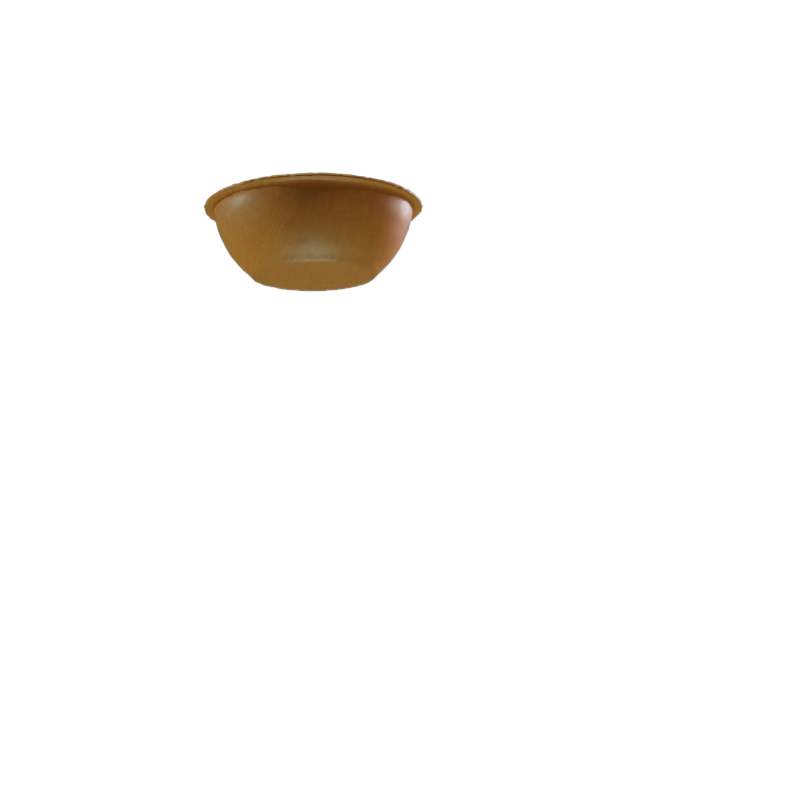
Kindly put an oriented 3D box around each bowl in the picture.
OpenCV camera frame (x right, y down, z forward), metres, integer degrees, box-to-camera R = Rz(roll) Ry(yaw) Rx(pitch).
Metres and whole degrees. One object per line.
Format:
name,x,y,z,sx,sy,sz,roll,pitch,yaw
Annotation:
bowl,-0.064,-0.117,0.818,0.162,0.057,0.158,0,-9,-2
